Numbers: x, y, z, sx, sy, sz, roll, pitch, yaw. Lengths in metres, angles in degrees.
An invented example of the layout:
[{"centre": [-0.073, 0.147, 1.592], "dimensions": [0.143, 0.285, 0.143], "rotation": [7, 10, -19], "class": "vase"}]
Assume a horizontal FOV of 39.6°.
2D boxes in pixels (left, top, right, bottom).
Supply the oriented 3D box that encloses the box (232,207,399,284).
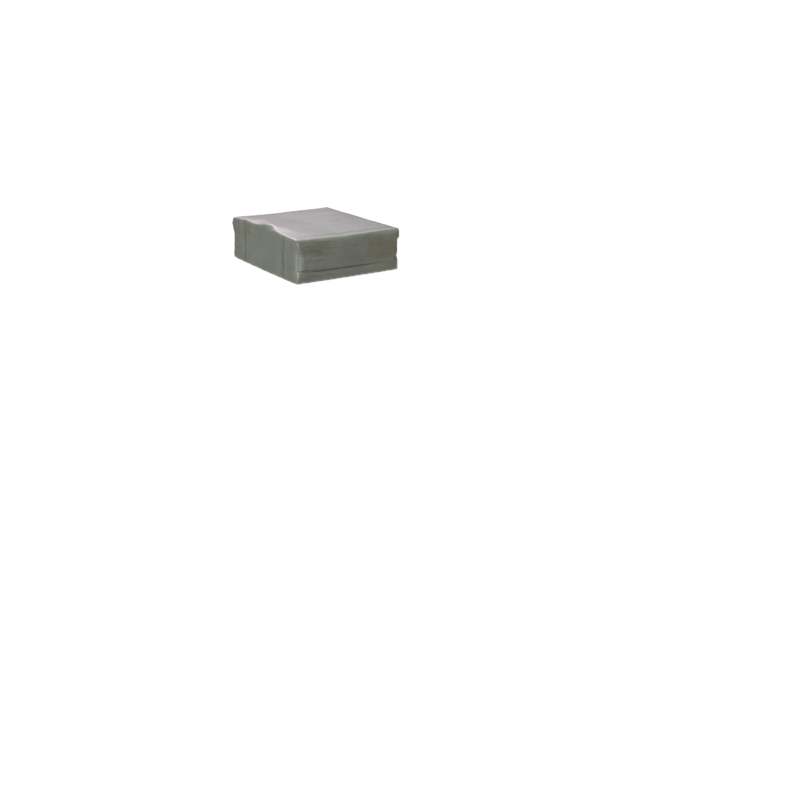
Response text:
[{"centre": [-0.055, -0.100, 0.704], "dimensions": [0.071, 0.029, 0.095], "rotation": [-11, 22, -30], "class": "box"}]
